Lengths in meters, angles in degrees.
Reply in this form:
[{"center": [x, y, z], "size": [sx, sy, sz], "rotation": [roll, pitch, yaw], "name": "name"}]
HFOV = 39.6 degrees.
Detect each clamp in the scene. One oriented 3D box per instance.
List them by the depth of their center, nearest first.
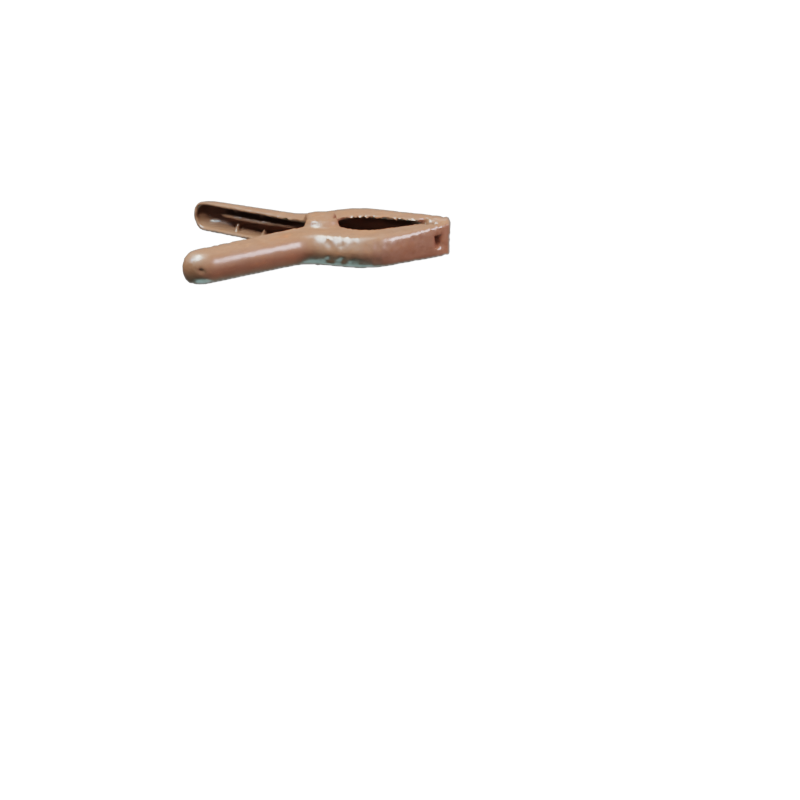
[{"center": [-0.066, -0.121, 0.848], "size": [0.211, 0.035, 0.172], "rotation": [1, 24, 2], "name": "clamp"}]
